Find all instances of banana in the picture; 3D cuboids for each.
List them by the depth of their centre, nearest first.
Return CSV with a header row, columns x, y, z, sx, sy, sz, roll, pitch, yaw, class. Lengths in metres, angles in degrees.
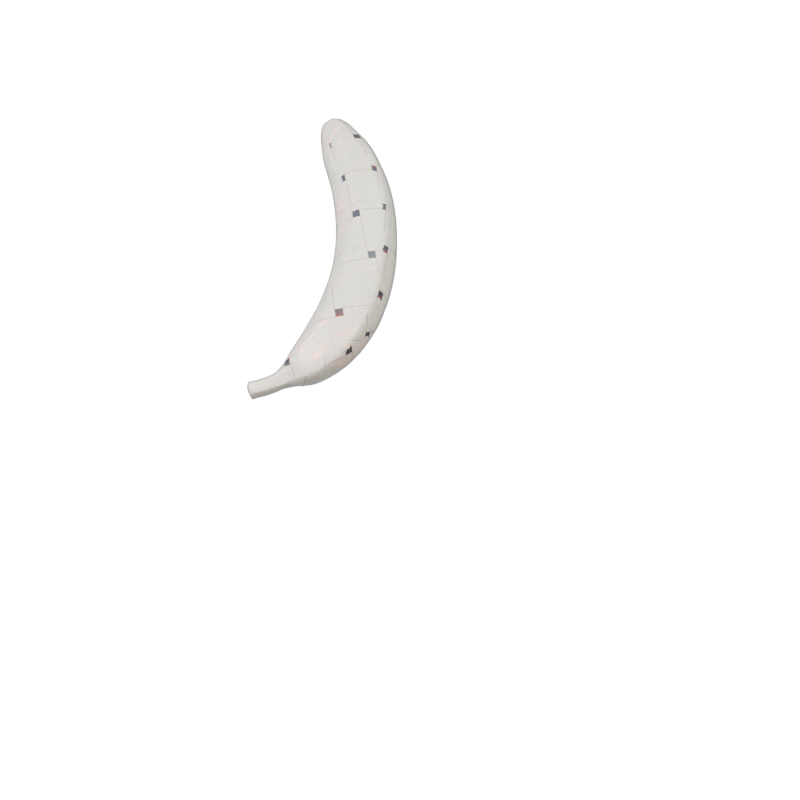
x,y,z,sx,sy,sz,roll,pitch,yaw,class
-0.036,-0.089,0.673,0.070,0.208,0.035,11,-27,5,banana
